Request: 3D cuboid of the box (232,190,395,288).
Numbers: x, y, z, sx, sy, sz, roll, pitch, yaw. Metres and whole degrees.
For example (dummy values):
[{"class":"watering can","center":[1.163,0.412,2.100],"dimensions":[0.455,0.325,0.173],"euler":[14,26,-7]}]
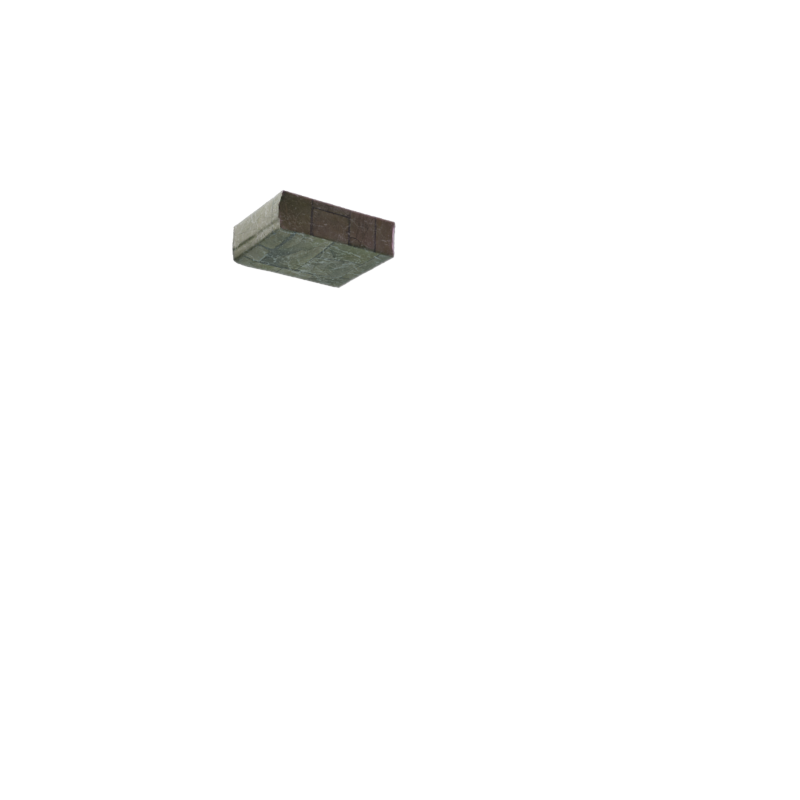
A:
[{"class":"box","center":[-0.074,-0.135,0.943],"dimensions":[0.108,0.041,0.090],"euler":[10,-20,-31]}]
